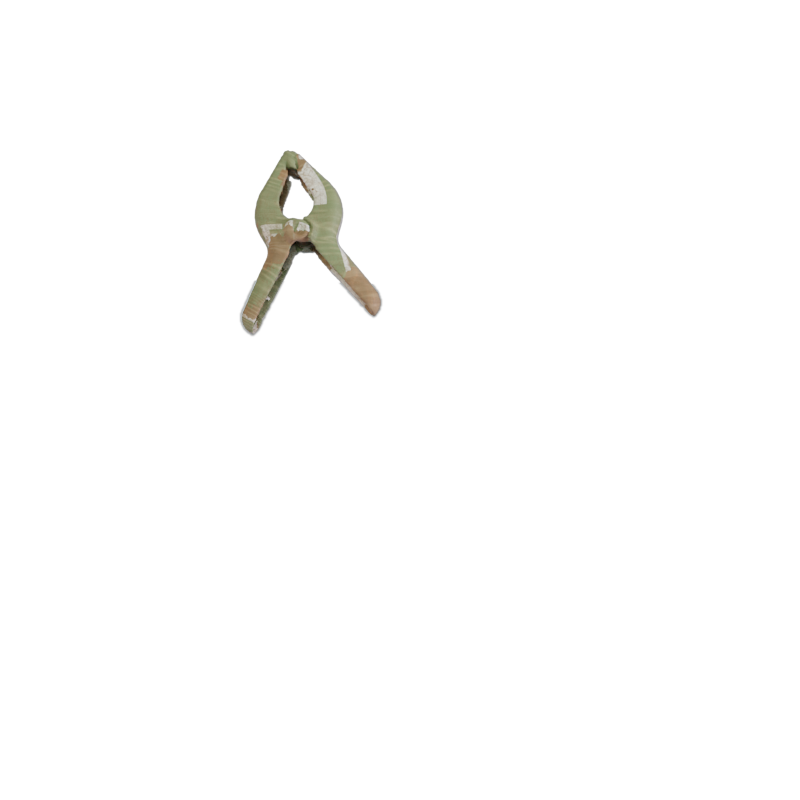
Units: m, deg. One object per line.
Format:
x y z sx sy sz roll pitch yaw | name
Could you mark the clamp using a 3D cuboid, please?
-0.077 -0.140 0.981 0.120 0.179 0.037 1 -19 0 | clamp
